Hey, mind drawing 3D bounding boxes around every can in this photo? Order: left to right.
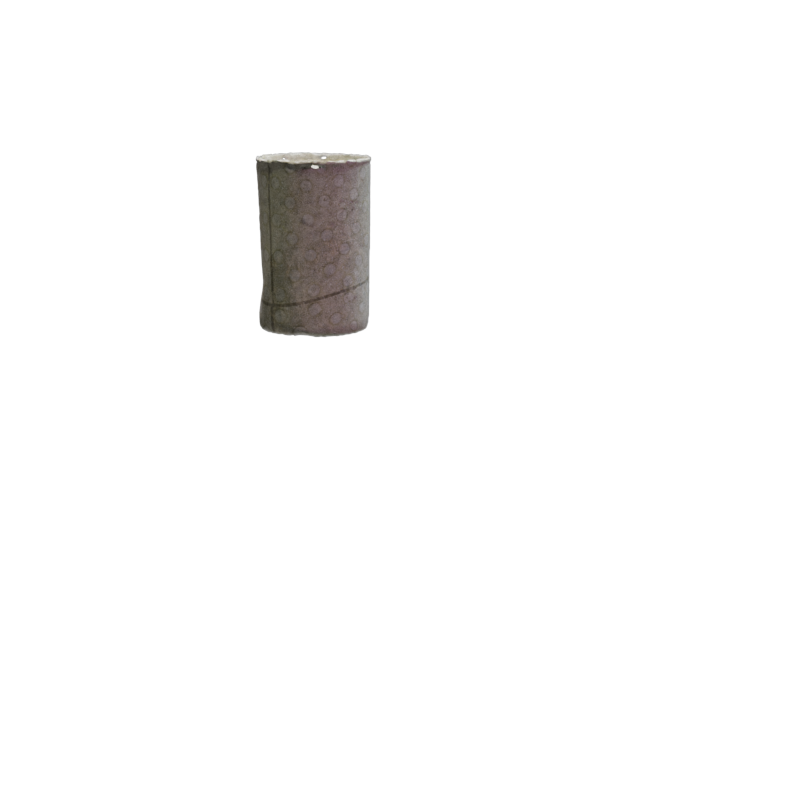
[{"bbox_3d":[-0.052,-0.094,0.659,0.068,0.100,0.070,0,11,-2],"label":"can"}]
